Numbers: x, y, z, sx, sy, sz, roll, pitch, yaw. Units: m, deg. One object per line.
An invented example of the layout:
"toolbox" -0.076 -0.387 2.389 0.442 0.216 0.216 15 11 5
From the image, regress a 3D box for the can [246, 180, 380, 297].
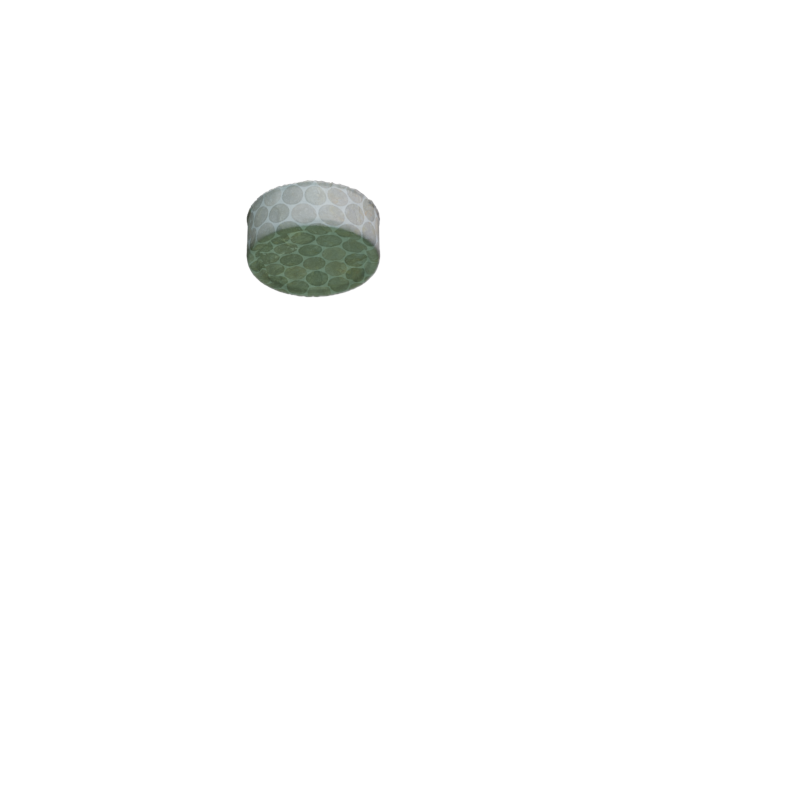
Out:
"can" -0.055 -0.101 0.704 0.086 0.036 0.081 1 -29 -2
